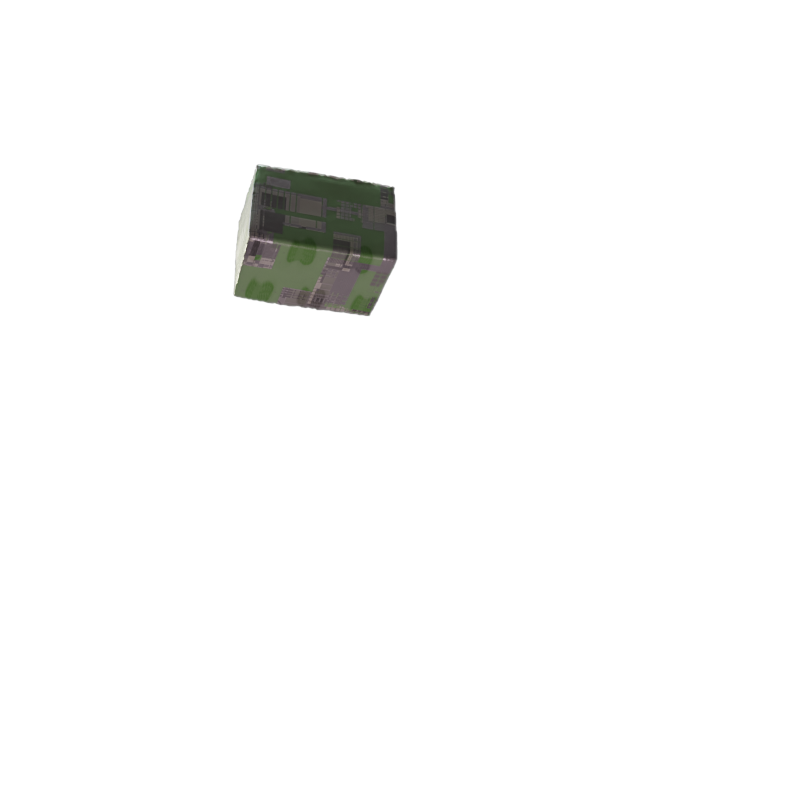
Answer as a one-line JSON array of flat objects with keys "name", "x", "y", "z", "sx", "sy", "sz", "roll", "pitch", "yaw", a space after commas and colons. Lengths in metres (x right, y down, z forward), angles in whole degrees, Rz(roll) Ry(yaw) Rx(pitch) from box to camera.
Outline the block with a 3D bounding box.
[{"name": "block", "x": -0.046, "y": -0.084, "z": 0.585, "sx": 0.076, "sy": 0.055, "sz": 0.050, "roll": 8, "pitch": -37, "yaw": -13}]
